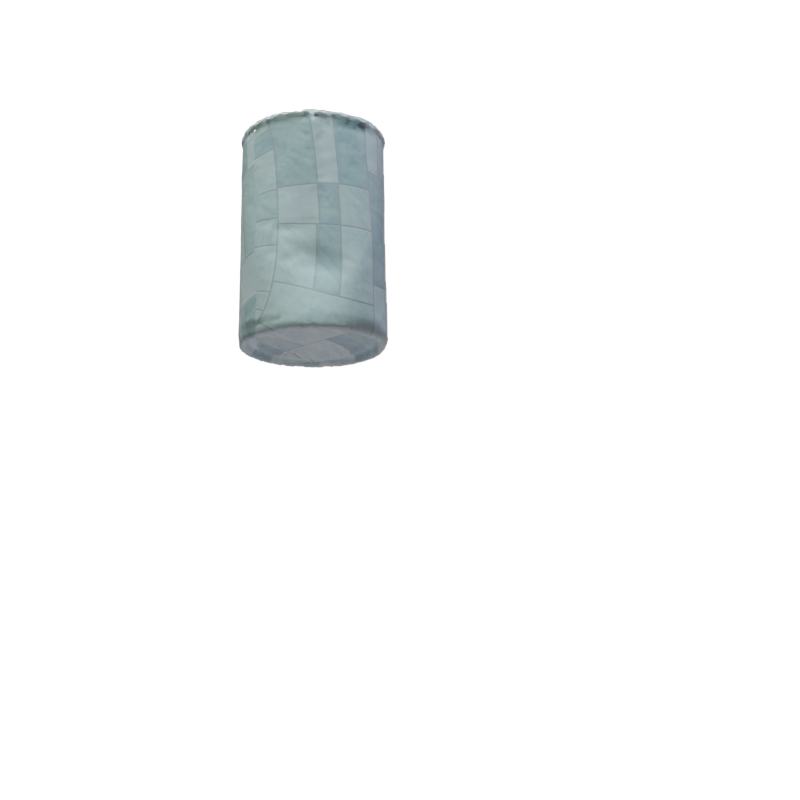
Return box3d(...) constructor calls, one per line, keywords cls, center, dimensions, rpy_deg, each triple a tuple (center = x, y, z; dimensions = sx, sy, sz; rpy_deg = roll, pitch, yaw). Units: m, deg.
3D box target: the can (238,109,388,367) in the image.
box3d(cls="can", center=(-0.040, -0.073, 0.509), dimensions=(0.068, 0.107, 0.066), rpy_deg=(0, -18, -2))
